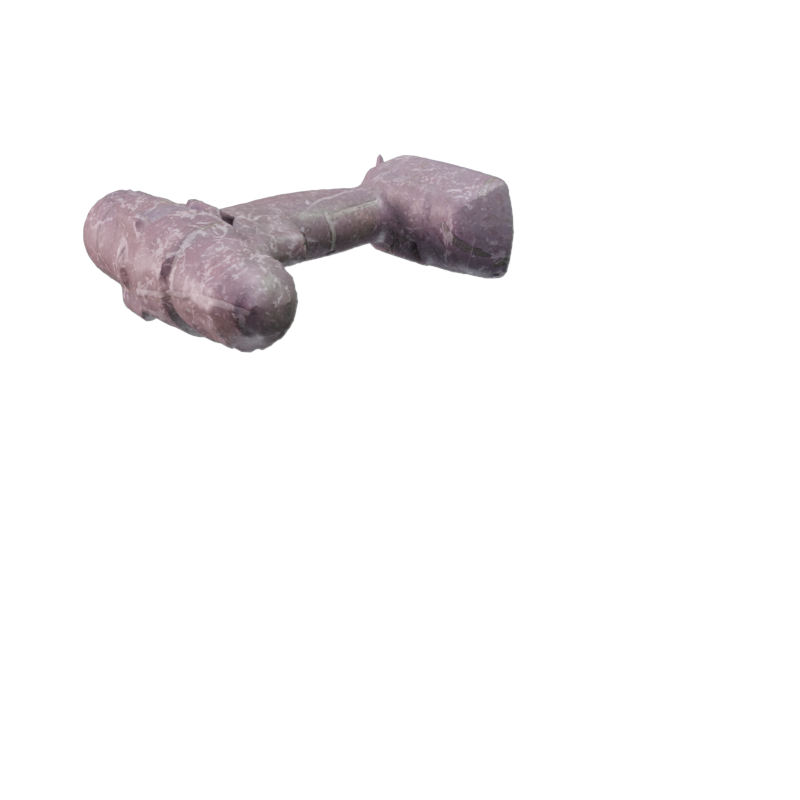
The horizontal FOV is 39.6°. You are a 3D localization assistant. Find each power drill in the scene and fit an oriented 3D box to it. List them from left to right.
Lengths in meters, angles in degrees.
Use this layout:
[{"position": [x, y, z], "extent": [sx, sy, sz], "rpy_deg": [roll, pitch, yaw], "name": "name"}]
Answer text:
[{"position": [-0.042, -0.076, 0.531], "extent": [0.183, 0.055, 0.196], "rpy_deg": [-12, 24, -28], "name": "power drill"}]
